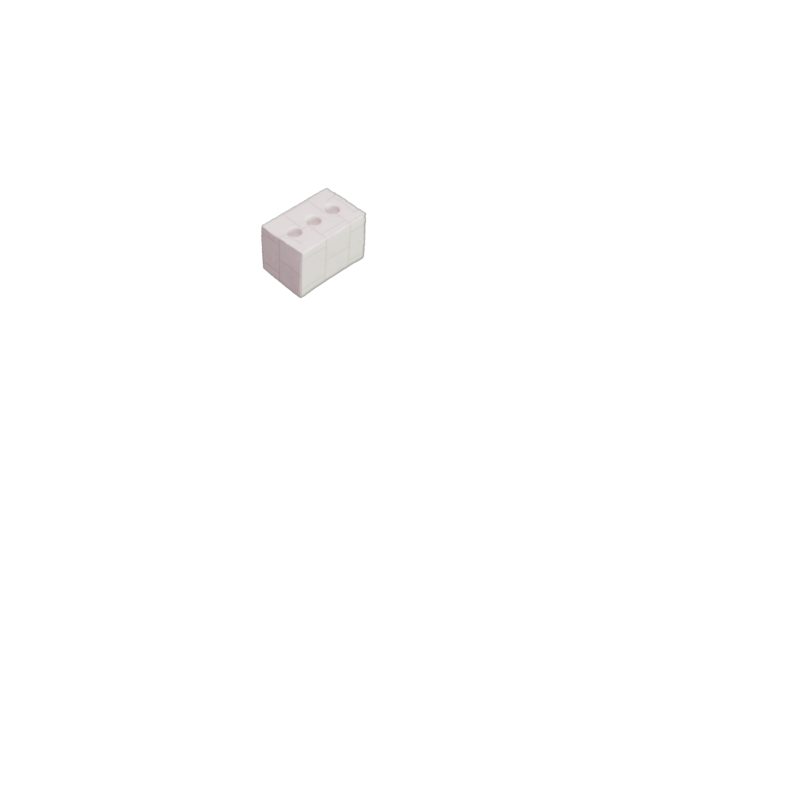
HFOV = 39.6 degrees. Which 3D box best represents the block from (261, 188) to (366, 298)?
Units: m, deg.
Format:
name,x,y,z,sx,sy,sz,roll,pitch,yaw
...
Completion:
name,x,y,z,sx,sy,sz,roll,pitch,yaw
block,-0.075,-0.136,0.956,0.056,0.048,0.078,35,55,28
